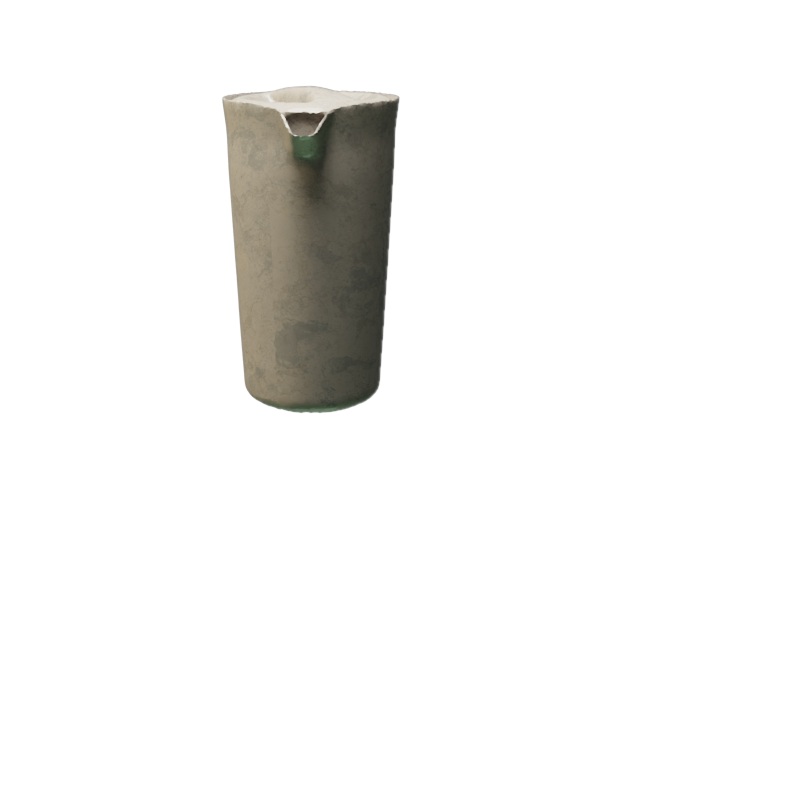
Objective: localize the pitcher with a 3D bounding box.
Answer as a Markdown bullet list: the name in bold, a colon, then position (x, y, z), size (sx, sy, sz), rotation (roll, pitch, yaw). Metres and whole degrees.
- **pitcher**: position (-0.068, -0.124, 0.870), size (0.146, 0.235, 0.153), rotation (-14, 21, -43)
